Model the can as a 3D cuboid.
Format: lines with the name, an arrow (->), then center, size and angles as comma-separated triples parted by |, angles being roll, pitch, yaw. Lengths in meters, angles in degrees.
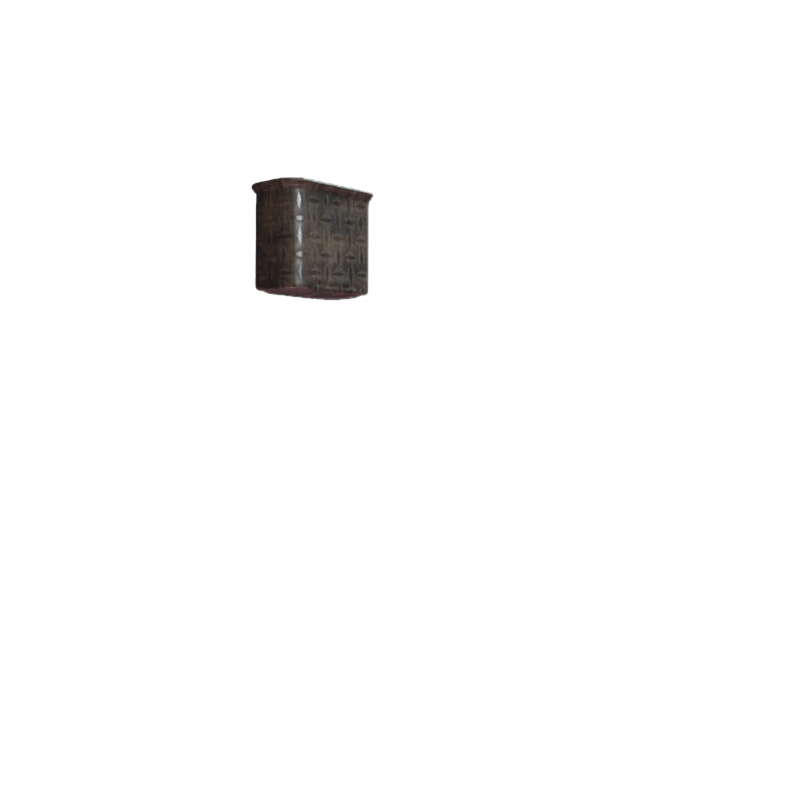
can -> -0.068, -0.124, 0.871 | 0.059, 0.085, 0.097 | -6, -6, 41
